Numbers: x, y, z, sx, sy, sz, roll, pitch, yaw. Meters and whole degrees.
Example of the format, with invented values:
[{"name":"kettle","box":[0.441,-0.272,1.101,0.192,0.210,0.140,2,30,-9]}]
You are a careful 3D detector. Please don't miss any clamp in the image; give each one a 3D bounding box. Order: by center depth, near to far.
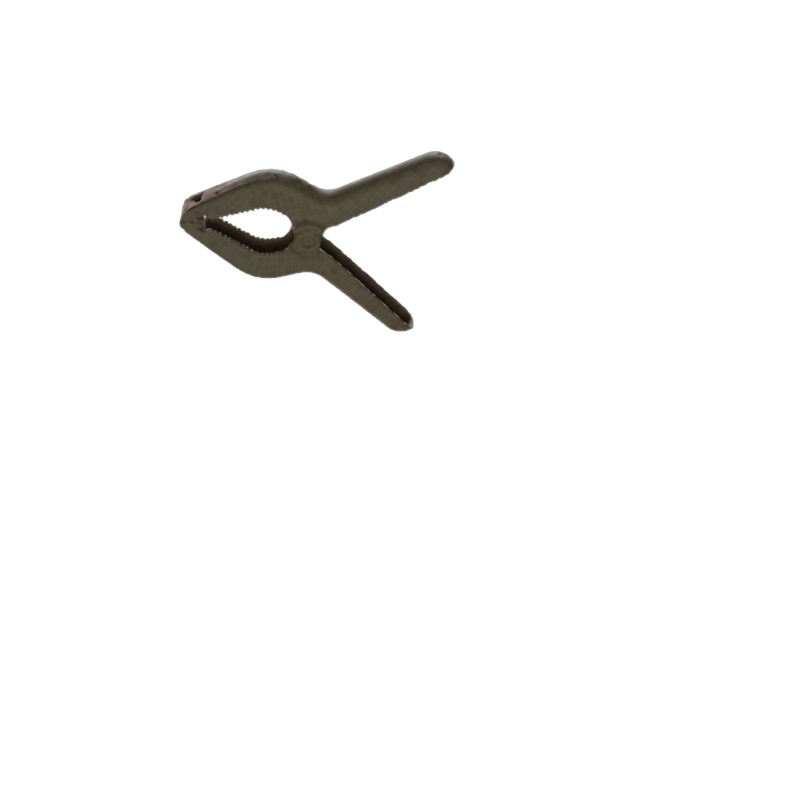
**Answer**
[{"name":"clamp","box":[-0.069,-0.126,0.883,0.209,0.155,0.039,2,33,-2]}]
